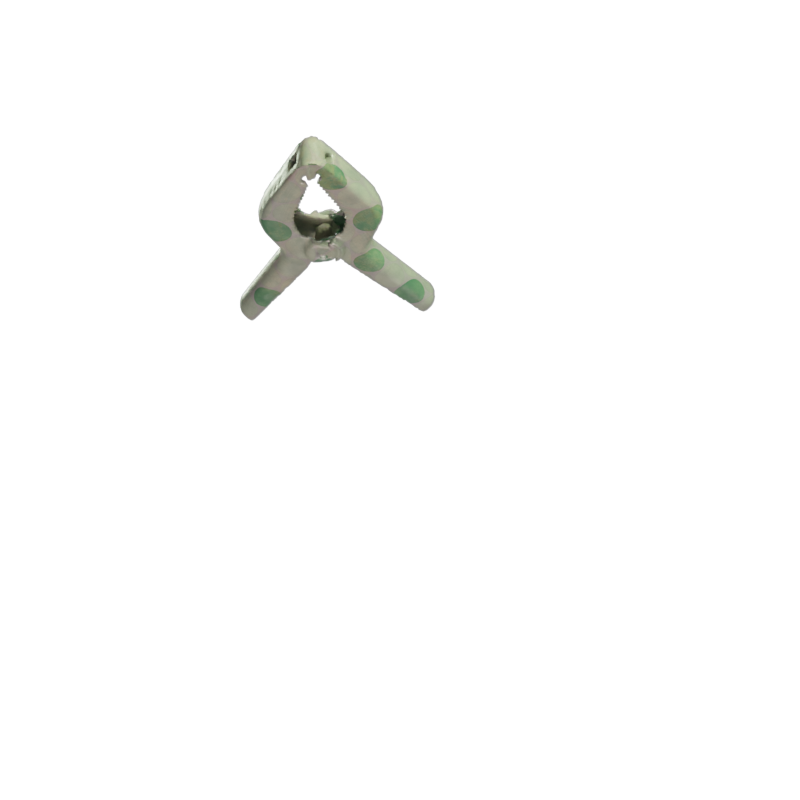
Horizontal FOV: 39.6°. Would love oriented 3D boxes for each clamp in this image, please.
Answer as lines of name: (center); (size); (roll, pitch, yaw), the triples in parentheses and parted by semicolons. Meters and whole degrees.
clamp: (-0.068, -0.125, 0.875); (0.166, 0.039, 0.194); (-7, -33, 10)
